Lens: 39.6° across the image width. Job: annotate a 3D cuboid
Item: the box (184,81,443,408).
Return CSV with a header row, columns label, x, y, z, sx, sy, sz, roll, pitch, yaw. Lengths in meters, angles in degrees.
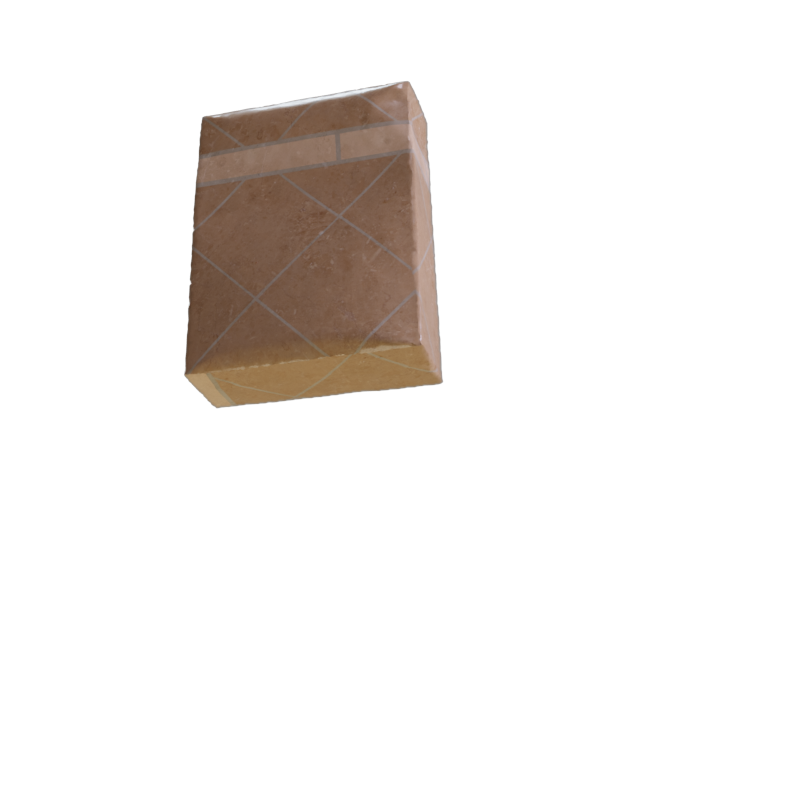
label,x,y,z,sx,sy,sz,roll,pitch,yaw
box,-0.061,-0.112,0.782,0.166,0.227,0.067,-8,-28,12
